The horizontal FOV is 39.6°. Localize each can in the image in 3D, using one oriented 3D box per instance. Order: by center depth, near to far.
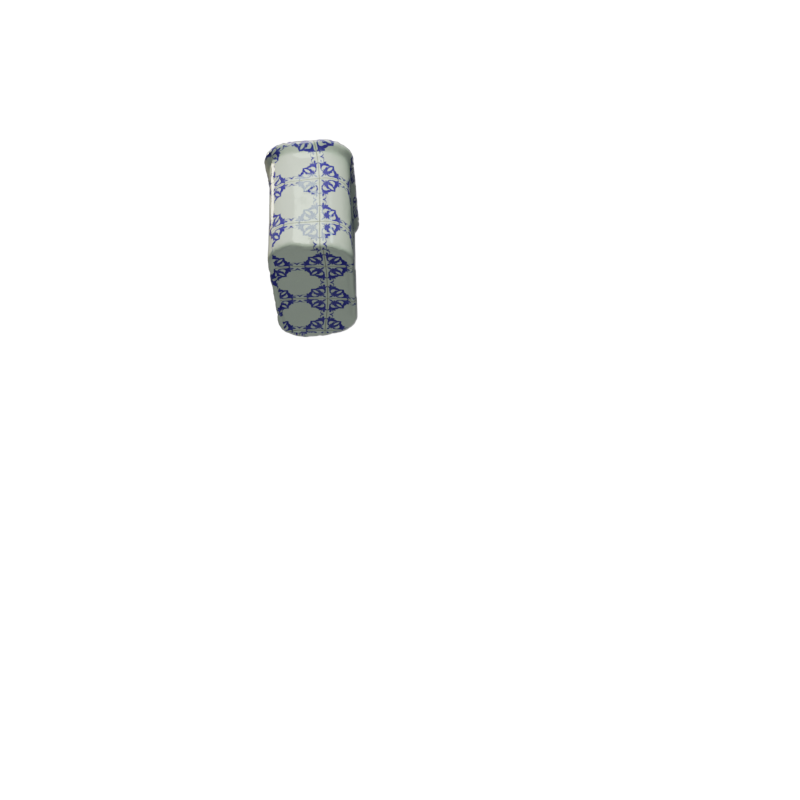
[{"bbox_3d":[-0.056,-0.102,0.711,0.058,0.090,0.095,-3,-34,1],"label":"can"}]
